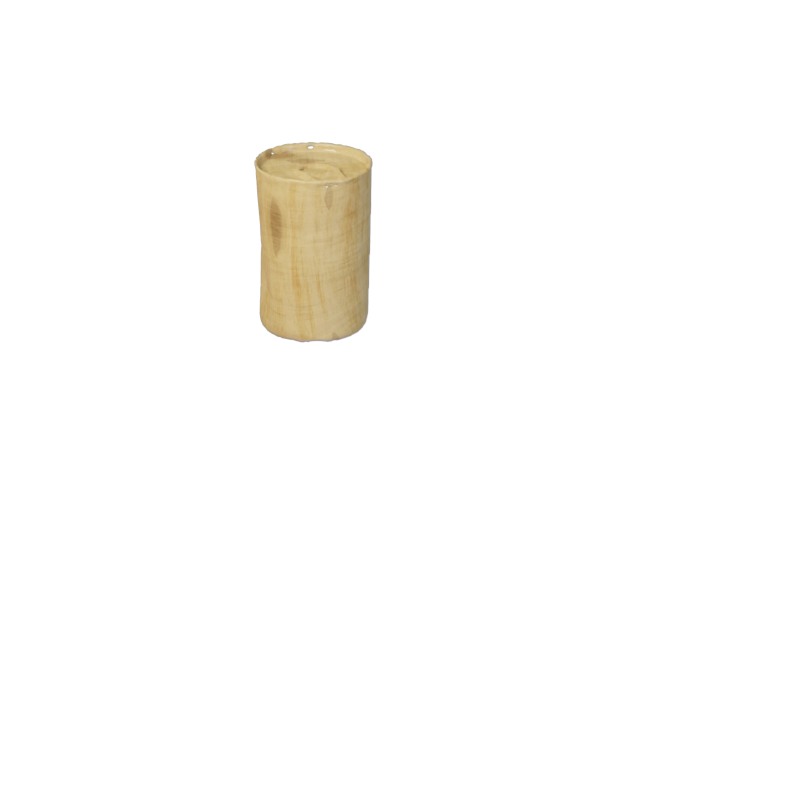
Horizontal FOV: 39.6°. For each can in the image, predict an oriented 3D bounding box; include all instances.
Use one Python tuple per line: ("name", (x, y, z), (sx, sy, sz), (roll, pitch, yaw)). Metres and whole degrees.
("can", (-0.051, -0.093, 0.655), (0.068, 0.097, 0.072), (0, 26, -2))
